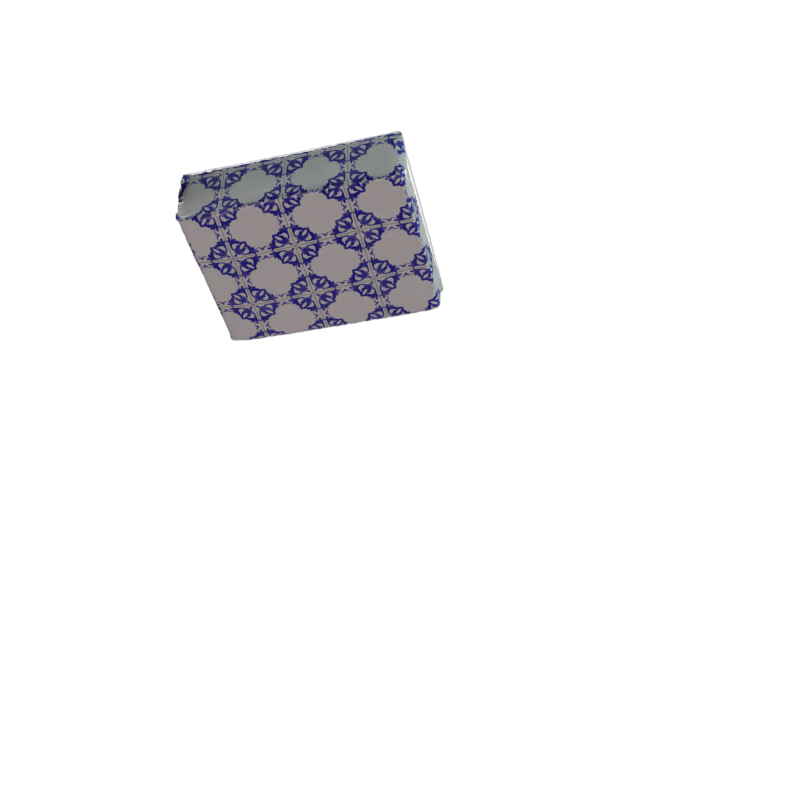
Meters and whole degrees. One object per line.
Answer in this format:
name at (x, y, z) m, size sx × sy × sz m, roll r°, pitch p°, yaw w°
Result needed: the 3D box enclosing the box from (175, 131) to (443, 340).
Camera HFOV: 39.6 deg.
box at (-0.043, -0.078, 0.547) m, size 0.114 × 0.083 × 0.042 m, roll -10°, pitch 43°, yaw 9°
